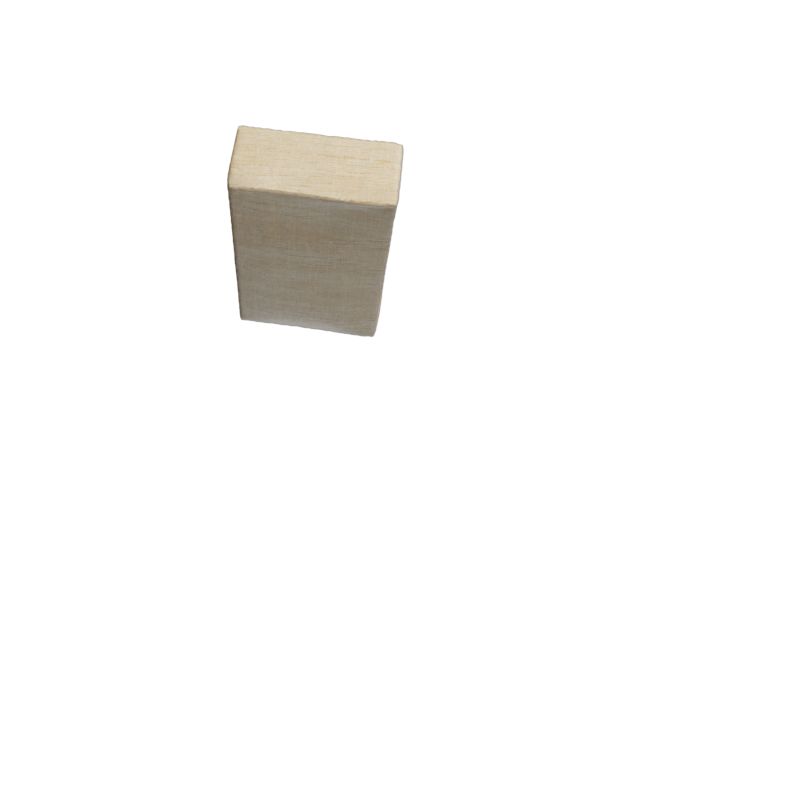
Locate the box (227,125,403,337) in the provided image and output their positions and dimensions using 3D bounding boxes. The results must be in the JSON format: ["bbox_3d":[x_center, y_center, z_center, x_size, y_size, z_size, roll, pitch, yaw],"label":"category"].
[{"bbox_3d":[-0.052,-0.094,0.662,0.093,0.050,0.168,8,-19,-1],"label":"box"}]
